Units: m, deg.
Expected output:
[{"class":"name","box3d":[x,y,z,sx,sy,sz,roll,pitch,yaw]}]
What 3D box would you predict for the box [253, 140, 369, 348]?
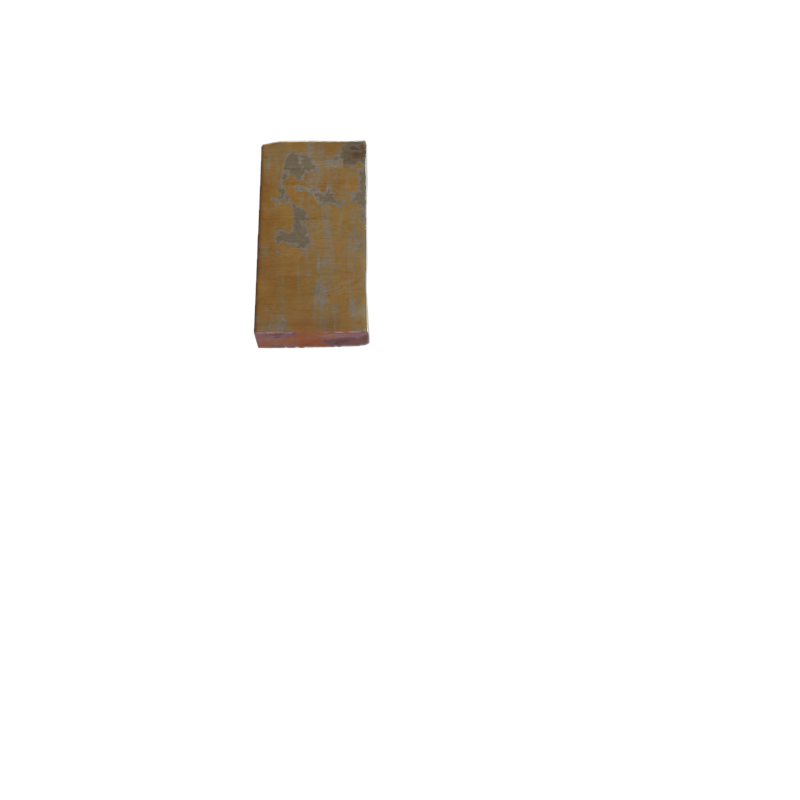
[{"class":"box","box3d":[-0.073,-0.133,0.928,0.093,0.185,0.046,-2,-21,1]}]
